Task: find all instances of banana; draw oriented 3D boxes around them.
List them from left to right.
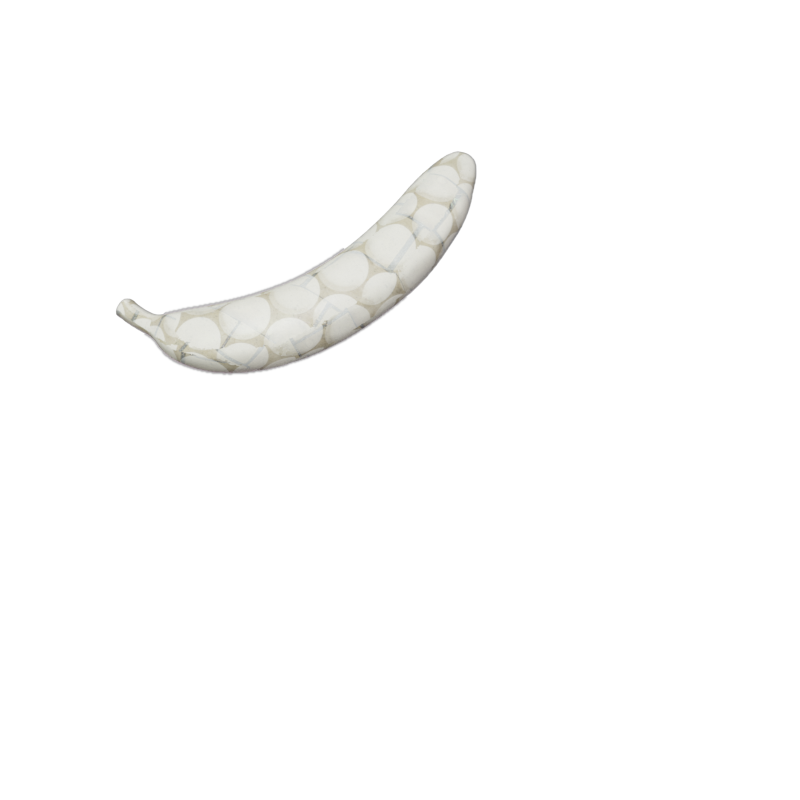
[{"bbox_3d":[-0.038,-0.061,0.544,0.197,0.073,0.035,-25,-18,-9],"label":"banana"}]
